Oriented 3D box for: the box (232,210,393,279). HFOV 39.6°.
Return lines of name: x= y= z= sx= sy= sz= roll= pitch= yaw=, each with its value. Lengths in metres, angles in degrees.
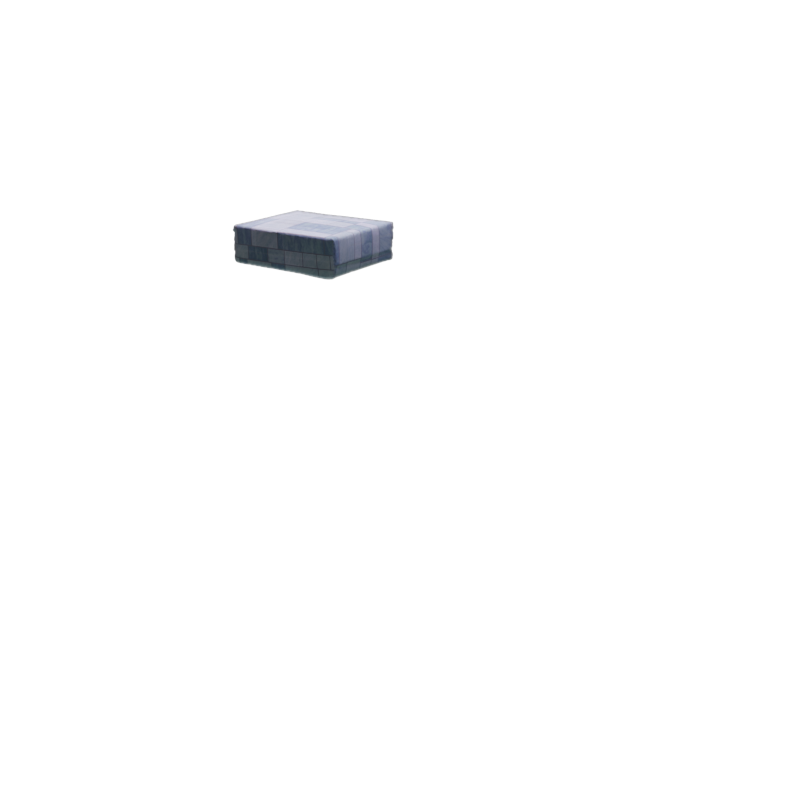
box: x=-0.076 y=-0.139 z=0.974 sx=0.119 sy=0.037 sz=0.089 roll=15 pitch=25 yaw=34
